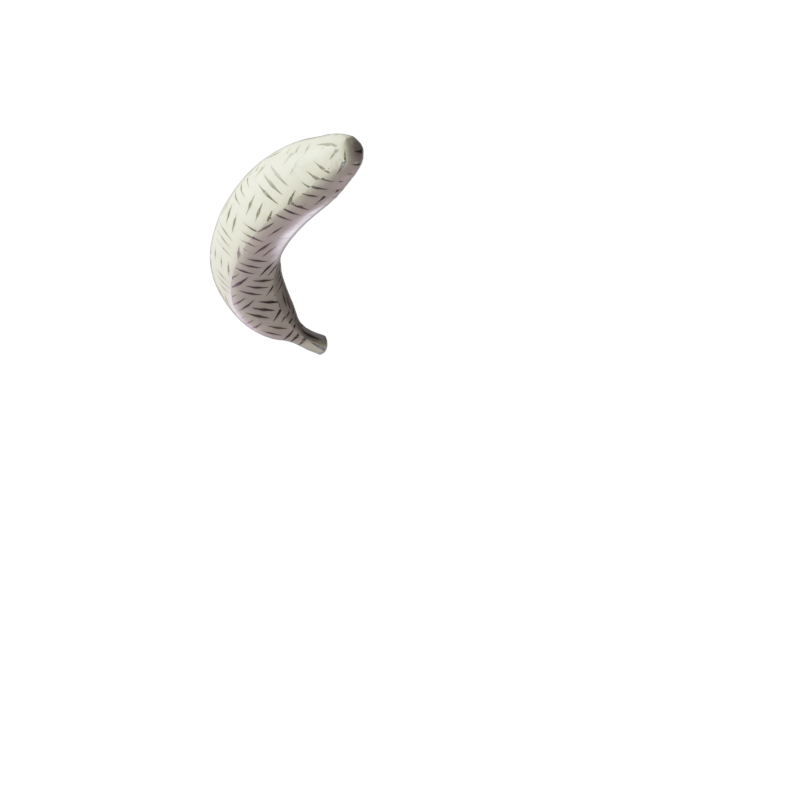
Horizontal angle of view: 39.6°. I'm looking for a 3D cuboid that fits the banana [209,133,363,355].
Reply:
[{"bbox_3d":[-0.064,-0.081,0.573,0.069,0.039,0.188,3,-25,-7],"label":"banana"}]
